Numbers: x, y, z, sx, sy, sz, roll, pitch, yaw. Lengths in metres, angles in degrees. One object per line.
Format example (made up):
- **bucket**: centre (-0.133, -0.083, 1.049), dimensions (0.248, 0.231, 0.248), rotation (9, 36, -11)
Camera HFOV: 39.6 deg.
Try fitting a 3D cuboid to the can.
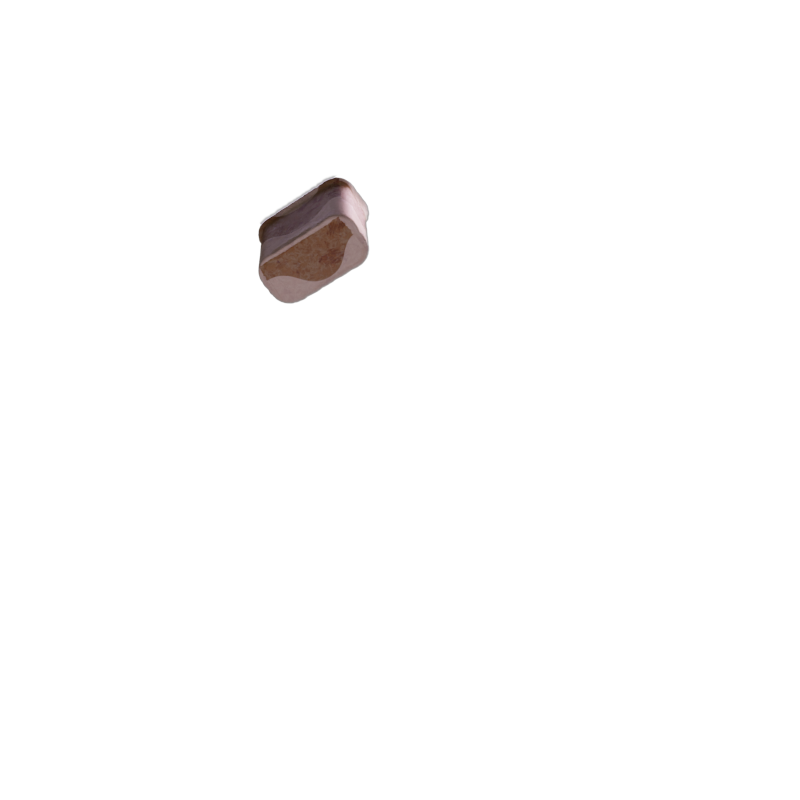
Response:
- **can**: centre (-0.076, -0.139, 0.975), dimensions (0.102, 0.054, 0.089), rotation (-31, 26, 13)
